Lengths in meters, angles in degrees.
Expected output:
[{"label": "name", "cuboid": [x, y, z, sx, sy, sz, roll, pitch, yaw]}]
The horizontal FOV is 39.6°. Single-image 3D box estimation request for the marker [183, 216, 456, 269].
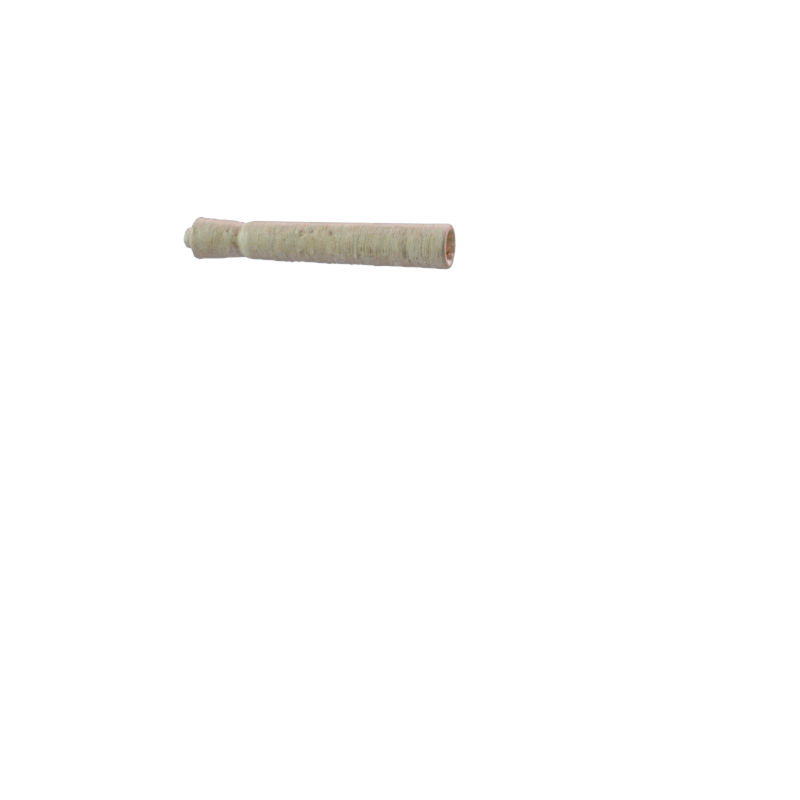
[{"label": "marker", "cuboid": [-0.037, -0.068, 0.476, 0.124, 0.020, 0.019, 5, 5, 21]}]
